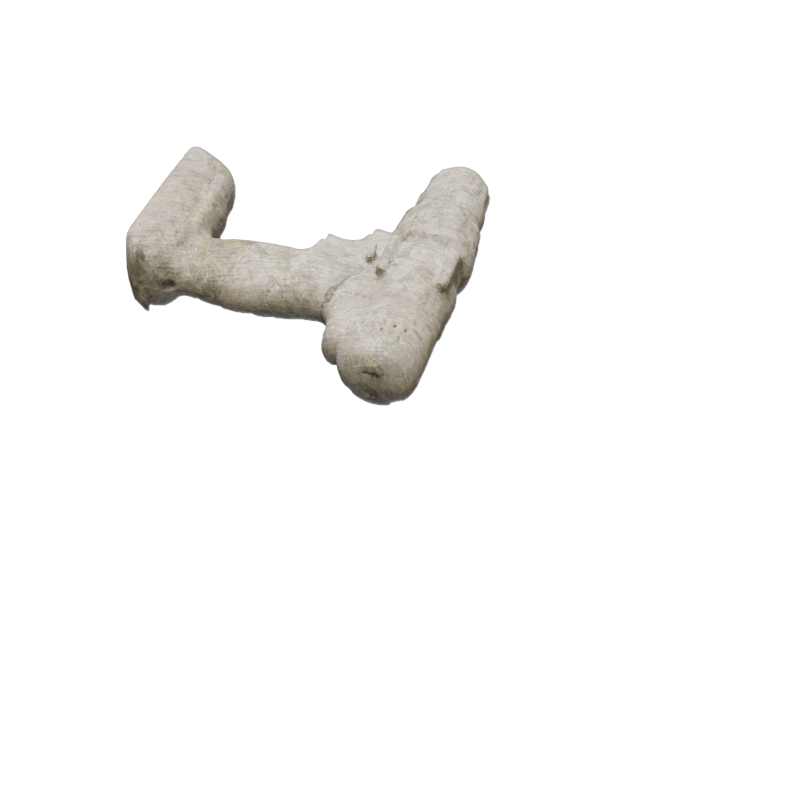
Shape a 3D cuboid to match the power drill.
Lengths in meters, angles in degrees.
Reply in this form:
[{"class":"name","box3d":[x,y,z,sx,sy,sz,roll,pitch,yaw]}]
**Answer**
[{"class":"power drill","box3d":[-0.051,-0.093,0.652,0.193,0.053,0.193,14,46,14]}]
